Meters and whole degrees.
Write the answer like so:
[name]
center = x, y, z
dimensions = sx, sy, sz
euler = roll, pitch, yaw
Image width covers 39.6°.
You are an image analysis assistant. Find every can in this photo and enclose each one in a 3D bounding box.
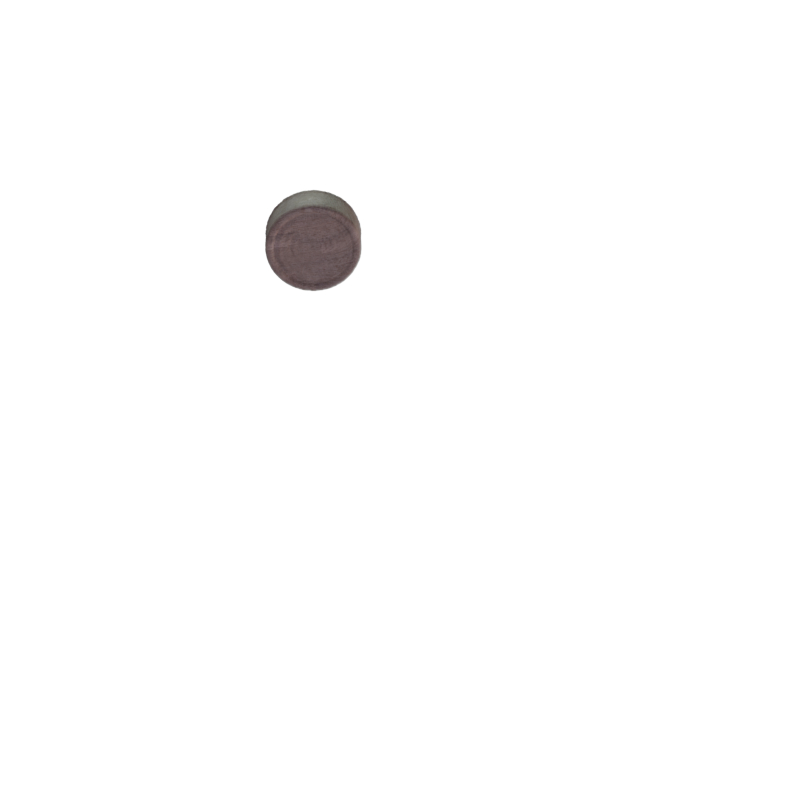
[can]
center = -0.077, -0.140, 0.980
dimensions = 0.086, 0.081, 0.036
euler = 1, 29, -1
